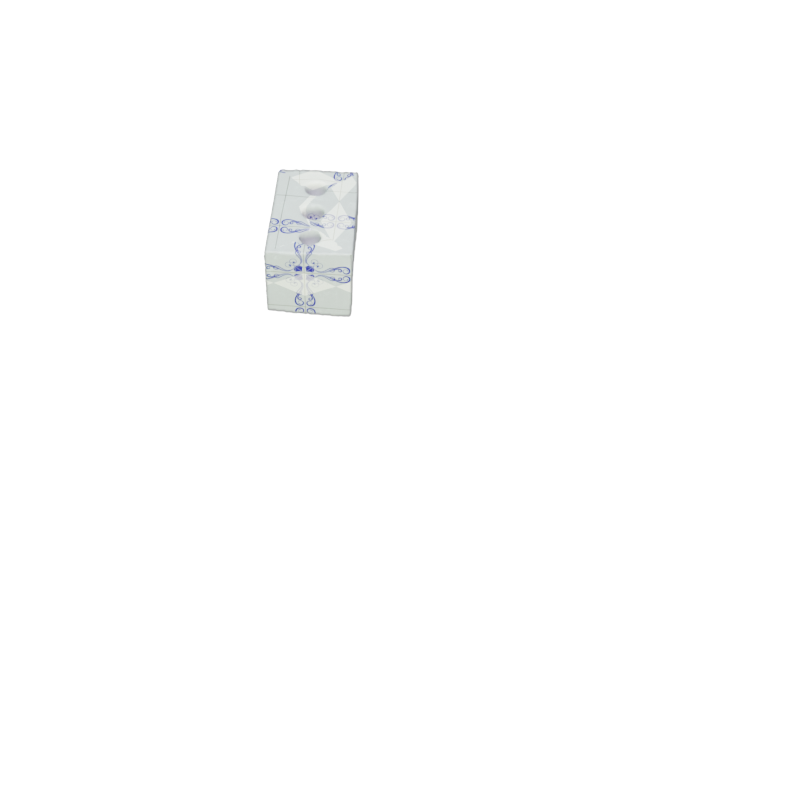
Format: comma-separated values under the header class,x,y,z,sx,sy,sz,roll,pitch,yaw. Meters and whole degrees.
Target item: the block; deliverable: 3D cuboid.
class,x,y,z,sx,sy,sz,roll,pitch,yaw
block,-0.054,-0.098,0.685,0.053,0.083,0.048,2,-43,0
